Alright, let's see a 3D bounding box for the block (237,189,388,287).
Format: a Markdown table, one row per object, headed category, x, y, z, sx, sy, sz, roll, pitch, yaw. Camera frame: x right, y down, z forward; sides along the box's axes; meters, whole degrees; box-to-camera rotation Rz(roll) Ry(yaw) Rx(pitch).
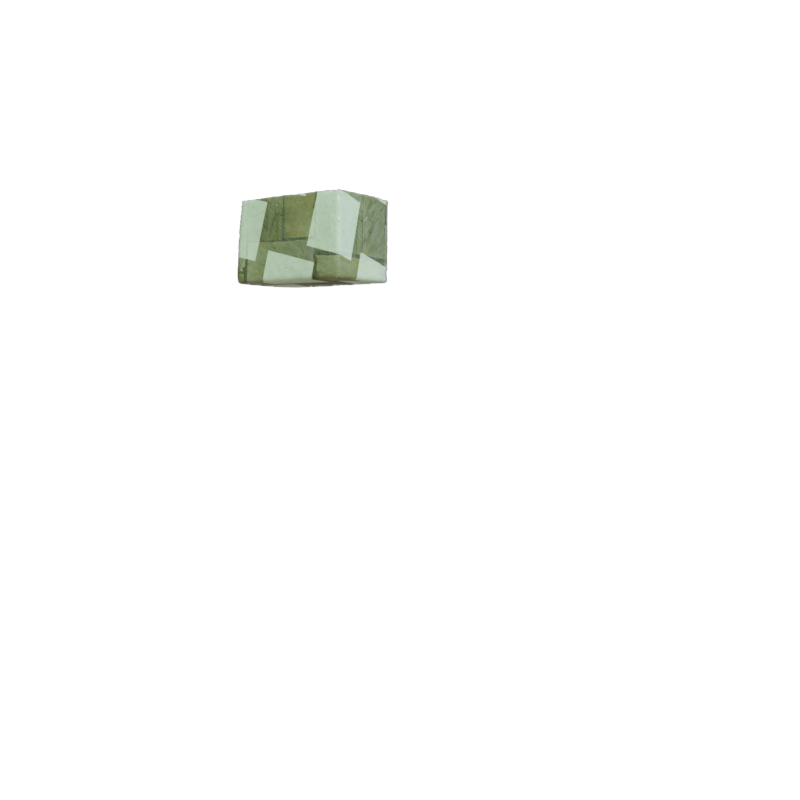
| category | x | y | z | sx | sy | sz | roll | pitch | yaw |
| --- | --- | --- | --- | --- | --- | --- | --- | --- | --- |
| block | -0.053 | -0.096 | 0.673 | 0.081 | 0.052 | 0.050 | -1 | -2 | 36 |
